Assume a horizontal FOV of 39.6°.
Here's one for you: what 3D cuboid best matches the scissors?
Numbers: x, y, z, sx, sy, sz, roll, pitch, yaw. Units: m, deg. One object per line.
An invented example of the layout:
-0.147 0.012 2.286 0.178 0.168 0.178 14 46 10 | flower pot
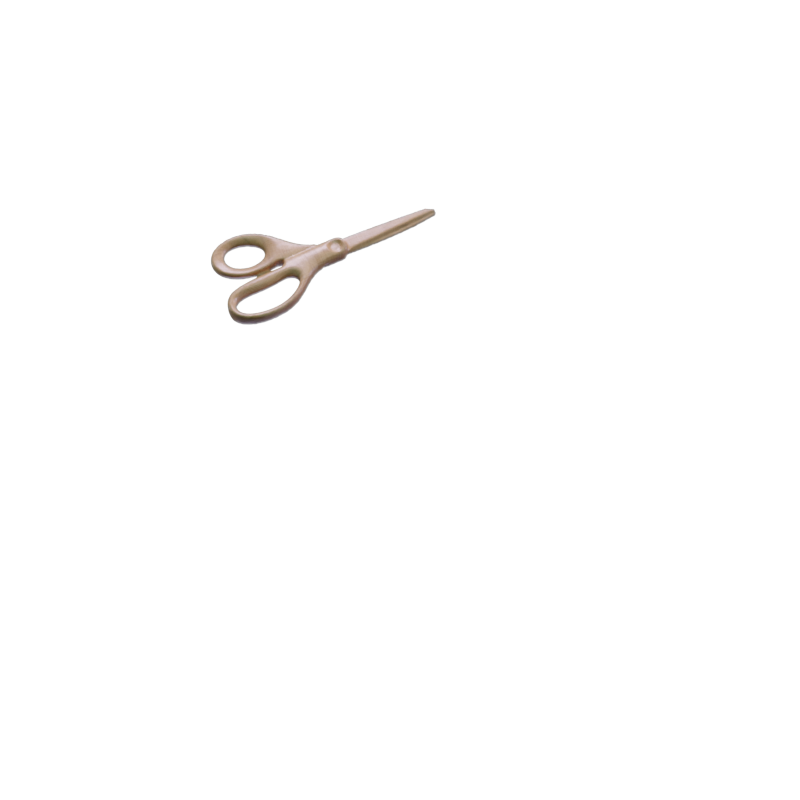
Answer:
-0.073 -0.134 0.936 0.102 0.015 0.203 38 61 26 | scissors
